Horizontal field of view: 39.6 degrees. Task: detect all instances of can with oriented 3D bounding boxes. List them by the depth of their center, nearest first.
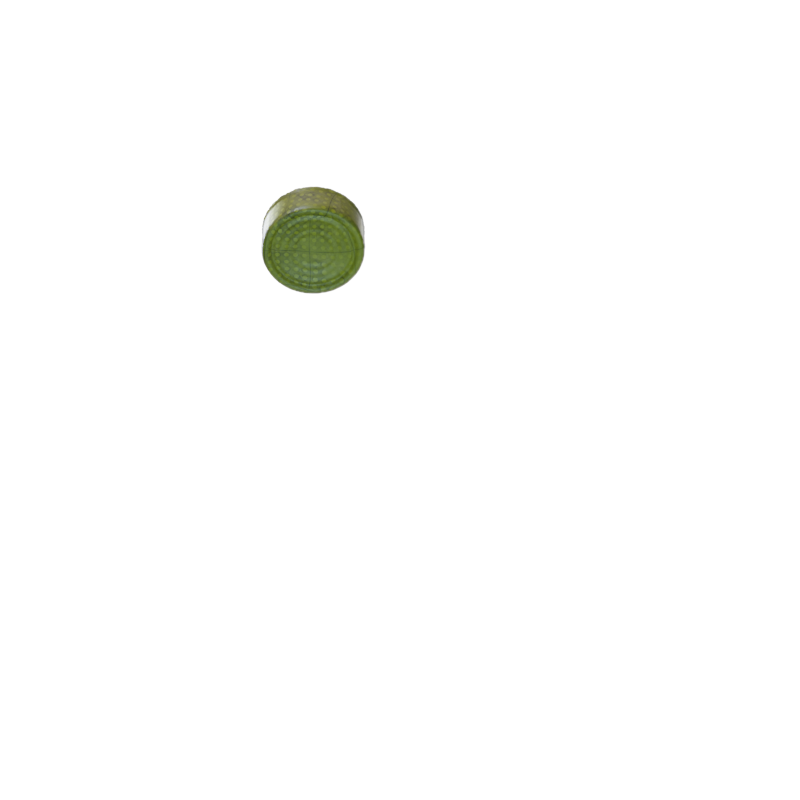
[{"bbox_3d":[-0.071,-0.130,0.912,0.086,0.080,0.036,1,35,-1],"label":"can"}]
